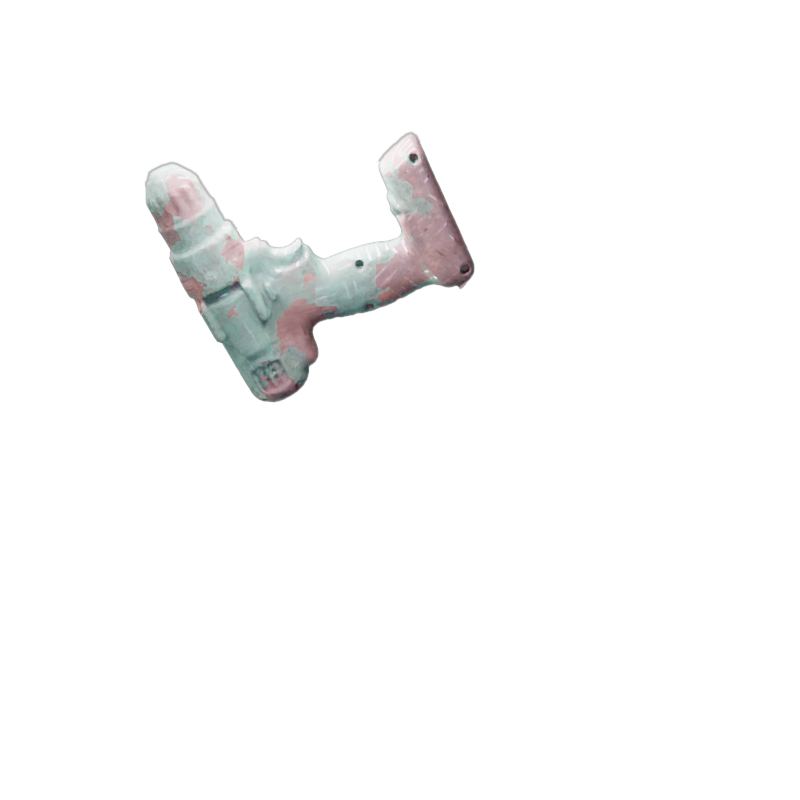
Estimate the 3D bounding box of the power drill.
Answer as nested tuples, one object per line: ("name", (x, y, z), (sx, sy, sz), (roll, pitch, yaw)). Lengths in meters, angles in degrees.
("power drill", (-0.059, -0.107, 0.752), (0.188, 0.175, 0.060), (-24, 21, 9))
